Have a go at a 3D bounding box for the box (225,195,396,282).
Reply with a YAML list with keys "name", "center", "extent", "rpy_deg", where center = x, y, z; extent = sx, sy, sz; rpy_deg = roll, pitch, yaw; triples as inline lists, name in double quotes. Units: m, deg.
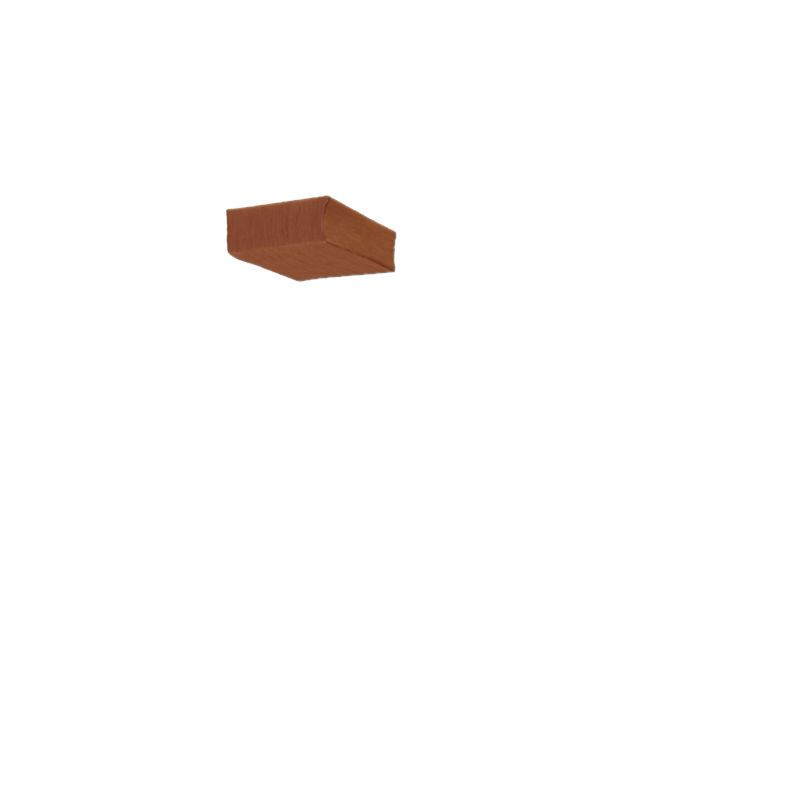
- name: "box"
  center: [-0.067, -0.121, 0.849]
  extent: [0.092, 0.040, 0.108]
  rpy_deg: [-4, -7, 28]
